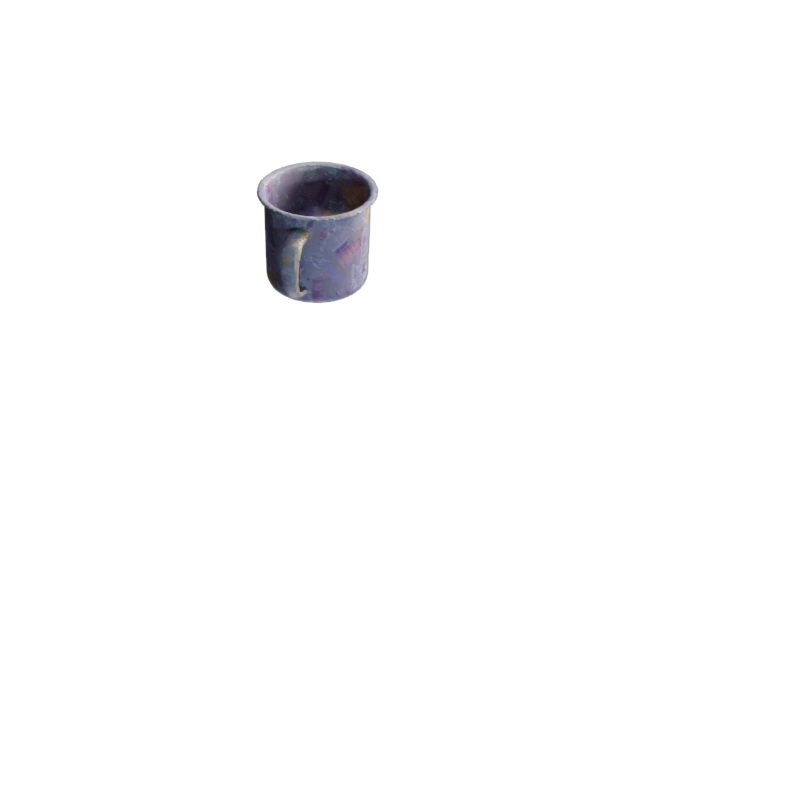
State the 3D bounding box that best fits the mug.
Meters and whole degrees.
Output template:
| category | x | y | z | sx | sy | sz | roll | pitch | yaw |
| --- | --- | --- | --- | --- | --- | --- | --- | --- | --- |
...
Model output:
| category | x | y | z | sx | sy | sz | roll | pitch | yaw |
| --- | --- | --- | --- | --- | --- | --- | --- | --- | --- |
| mug | -0.067 | -0.122 | 0.858 | 0.095 | 0.076 | 0.123 | 8 | 36 | 10 |
